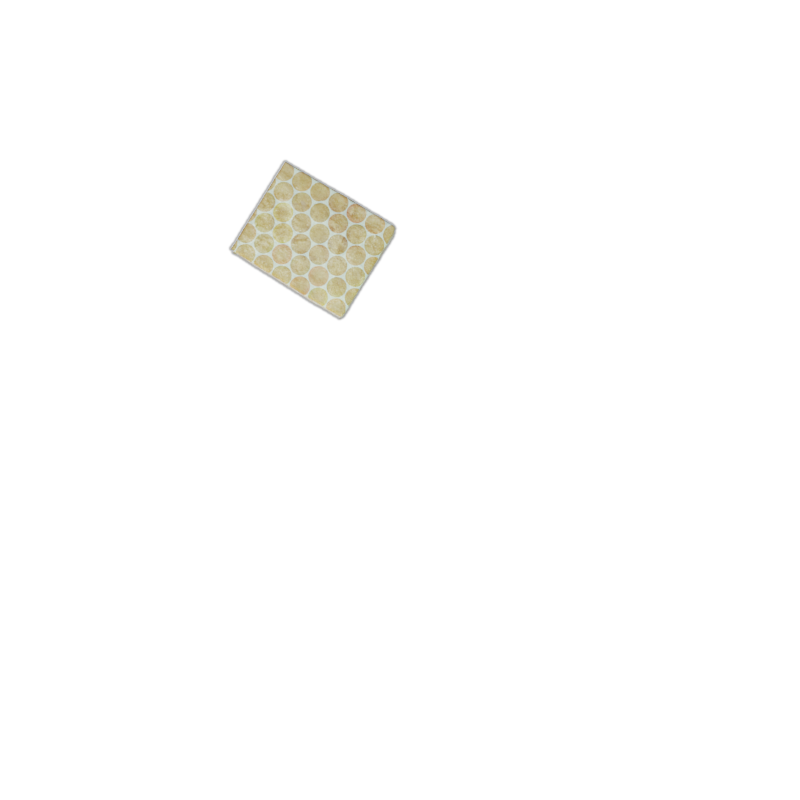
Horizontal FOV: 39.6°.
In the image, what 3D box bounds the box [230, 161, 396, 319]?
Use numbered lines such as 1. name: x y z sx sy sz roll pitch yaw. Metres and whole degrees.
1. box: -0.074 -0.135 0.942 0.115 0.091 0.038 30 -8 4
